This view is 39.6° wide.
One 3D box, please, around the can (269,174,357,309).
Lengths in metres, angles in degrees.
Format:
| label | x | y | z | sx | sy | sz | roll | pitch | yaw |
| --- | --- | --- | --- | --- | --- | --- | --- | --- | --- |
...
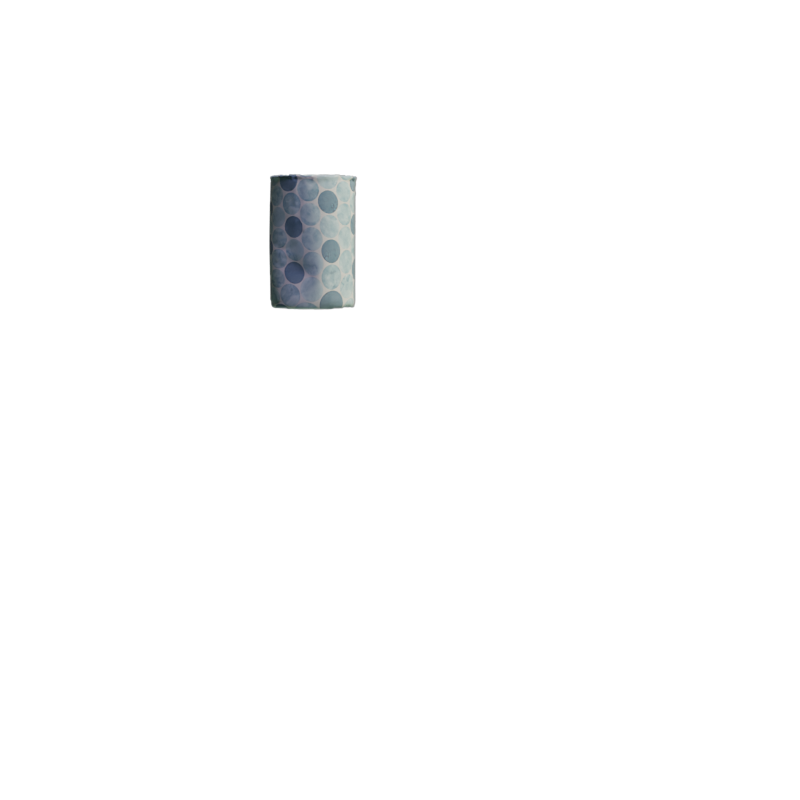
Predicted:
| label | x | y | z | sx | sy | sz | roll | pitch | yaw |
| --- | --- | --- | --- | --- | --- | --- | --- | --- | --- |
| can | -0.067 | -0.123 | 0.862 | 0.068 | 0.102 | 0.069 | 0 | 2 | -2 |
